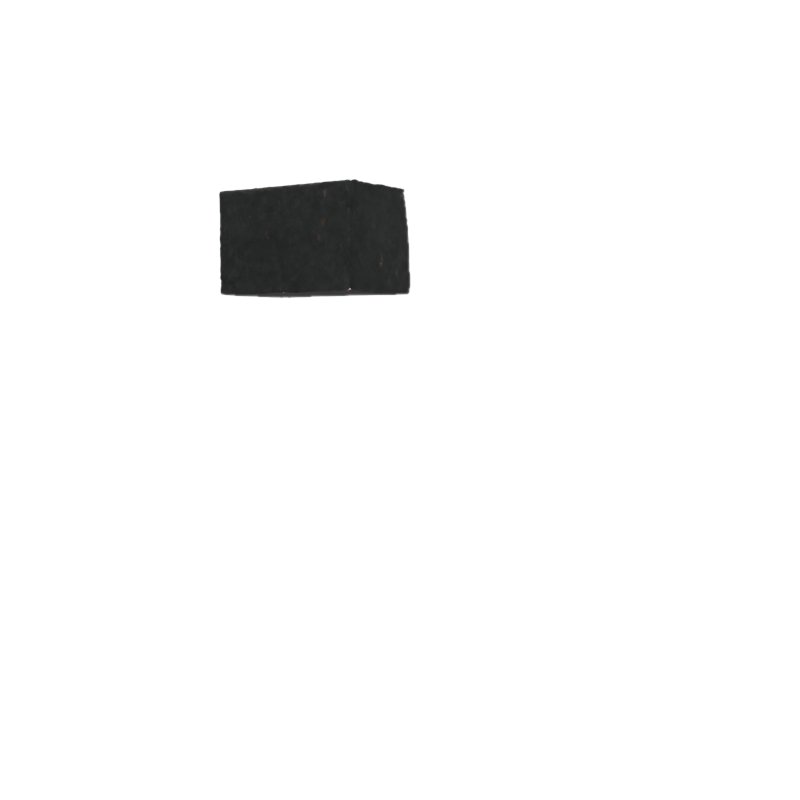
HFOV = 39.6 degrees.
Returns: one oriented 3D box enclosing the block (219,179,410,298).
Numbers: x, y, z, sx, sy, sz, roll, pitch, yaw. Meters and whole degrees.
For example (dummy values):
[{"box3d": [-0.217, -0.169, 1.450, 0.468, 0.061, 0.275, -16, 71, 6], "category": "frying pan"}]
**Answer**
[{"box3d": [-0.042, -0.076, 0.531, 0.081, 0.052, 0.051, 1, 0, 32], "category": "block"}]
